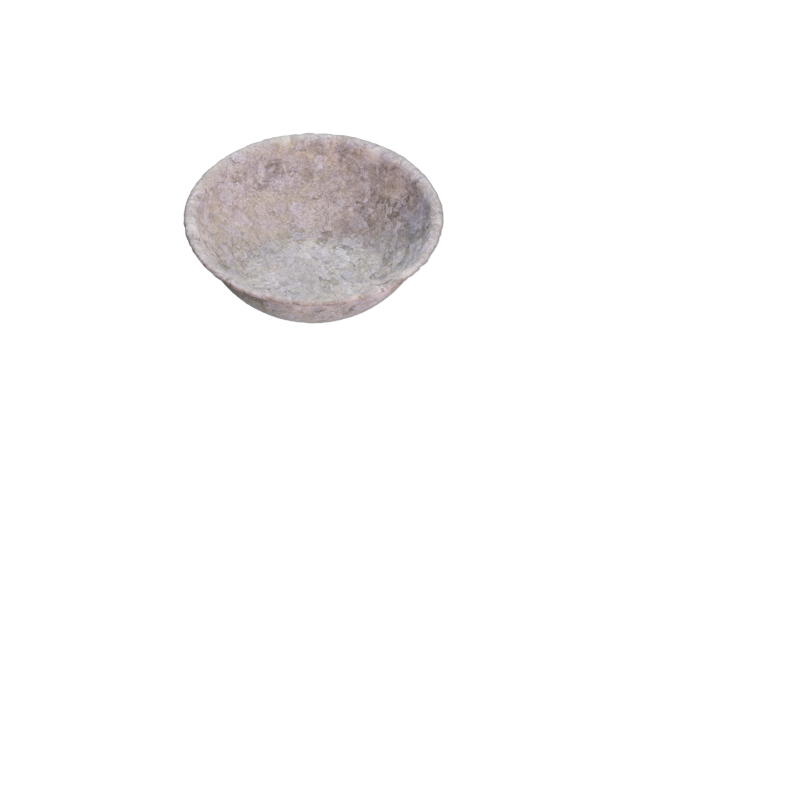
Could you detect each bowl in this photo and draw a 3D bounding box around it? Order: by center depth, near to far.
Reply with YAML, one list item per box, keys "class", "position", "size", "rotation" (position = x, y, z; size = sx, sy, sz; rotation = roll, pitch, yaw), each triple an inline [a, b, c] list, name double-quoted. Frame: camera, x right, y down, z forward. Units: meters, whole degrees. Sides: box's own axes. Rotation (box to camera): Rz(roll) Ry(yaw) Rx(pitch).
- class: "bowl"
  position: [-0.055, -0.101, 0.708]
  size: [0.162, 0.174, 0.051]
  rotation: [-1, -43, -1]
